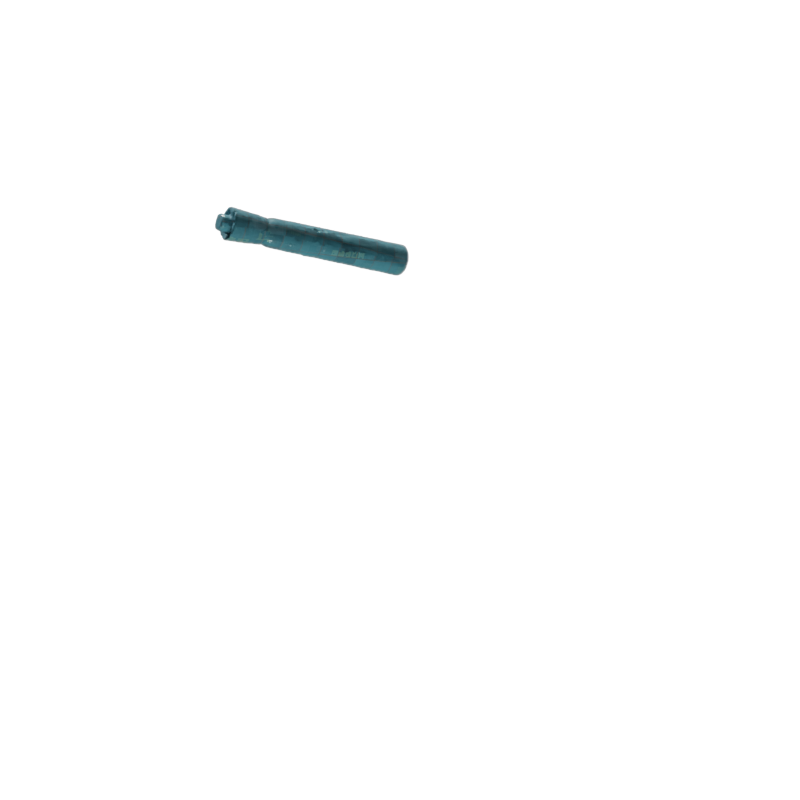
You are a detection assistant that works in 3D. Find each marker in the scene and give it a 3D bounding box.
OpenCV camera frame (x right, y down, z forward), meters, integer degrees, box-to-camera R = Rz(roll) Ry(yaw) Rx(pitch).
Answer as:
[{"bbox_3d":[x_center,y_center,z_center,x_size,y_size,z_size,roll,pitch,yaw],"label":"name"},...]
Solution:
[{"bbox_3d":[-0.050,-0.091,0.634,0.116,0.020,0.020,8,-1,-30],"label":"marker"}]
